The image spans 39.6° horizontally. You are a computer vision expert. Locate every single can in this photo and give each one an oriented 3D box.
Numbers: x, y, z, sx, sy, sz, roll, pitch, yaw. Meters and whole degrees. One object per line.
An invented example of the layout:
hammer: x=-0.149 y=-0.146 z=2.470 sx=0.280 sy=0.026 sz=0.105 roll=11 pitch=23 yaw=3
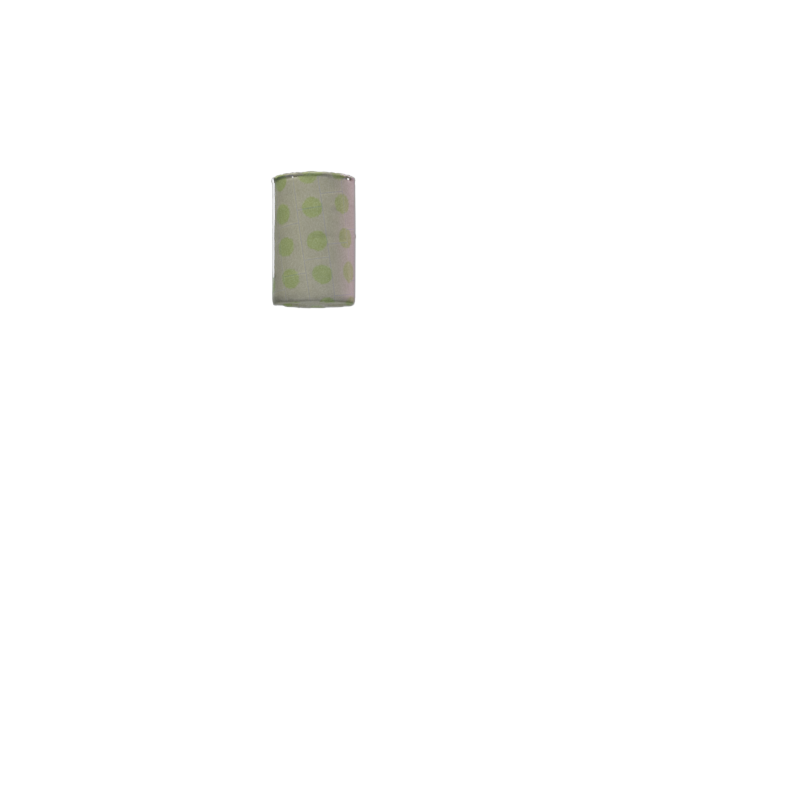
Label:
can: x=-0.069 y=-0.127 z=0.886 sx=0.068 sy=0.104 sz=0.068 roll=0 pitch=-5 yaw=-2
